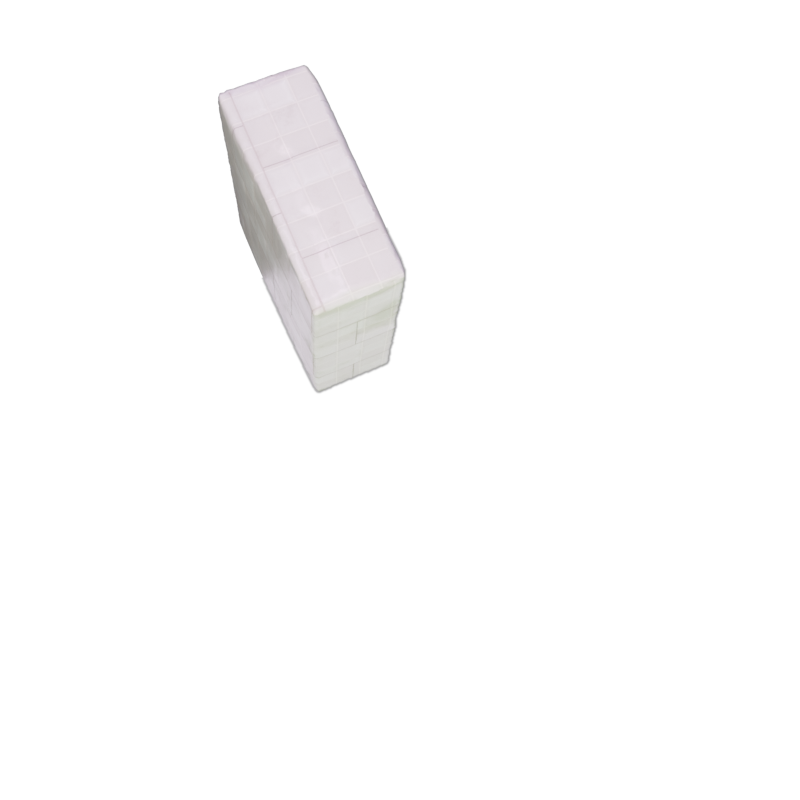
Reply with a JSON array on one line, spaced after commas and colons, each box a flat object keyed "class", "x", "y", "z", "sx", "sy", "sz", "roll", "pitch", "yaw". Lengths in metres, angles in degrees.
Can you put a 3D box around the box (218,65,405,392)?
[{"class": "box", "x": -0.062, "y": -0.113, "z": 0.788, "sx": 0.072, "sy": 0.172, "sz": 0.205, "roll": -22, "pitch": -14, "yaw": -9}]
